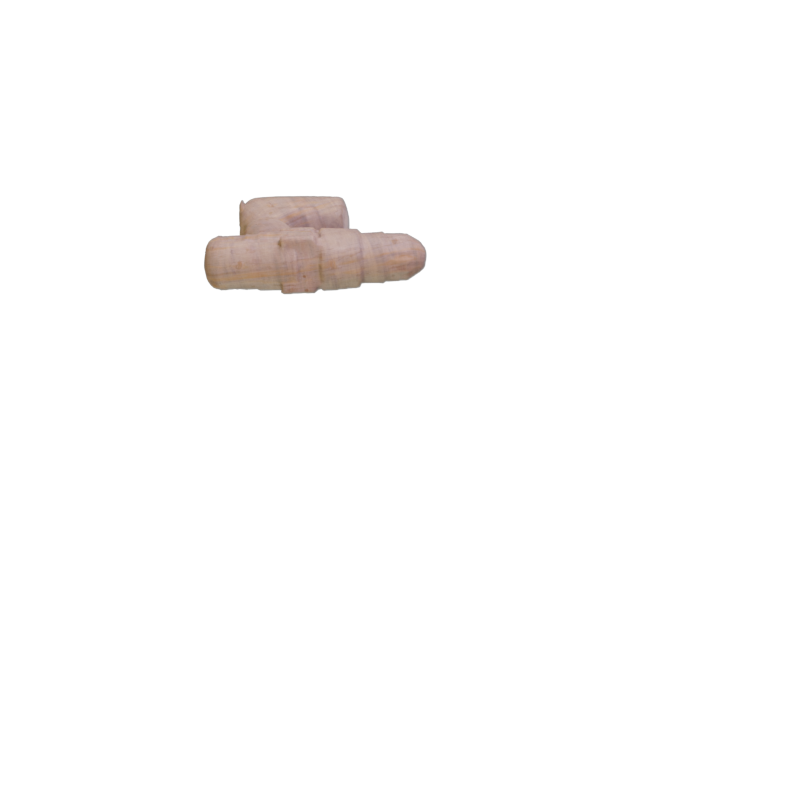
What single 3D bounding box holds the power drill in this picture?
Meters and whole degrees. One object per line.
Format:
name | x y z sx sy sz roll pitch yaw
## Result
power drill | -0.077 -0.141 0.989 0.184 0.055 0.195 -1 18 -4
